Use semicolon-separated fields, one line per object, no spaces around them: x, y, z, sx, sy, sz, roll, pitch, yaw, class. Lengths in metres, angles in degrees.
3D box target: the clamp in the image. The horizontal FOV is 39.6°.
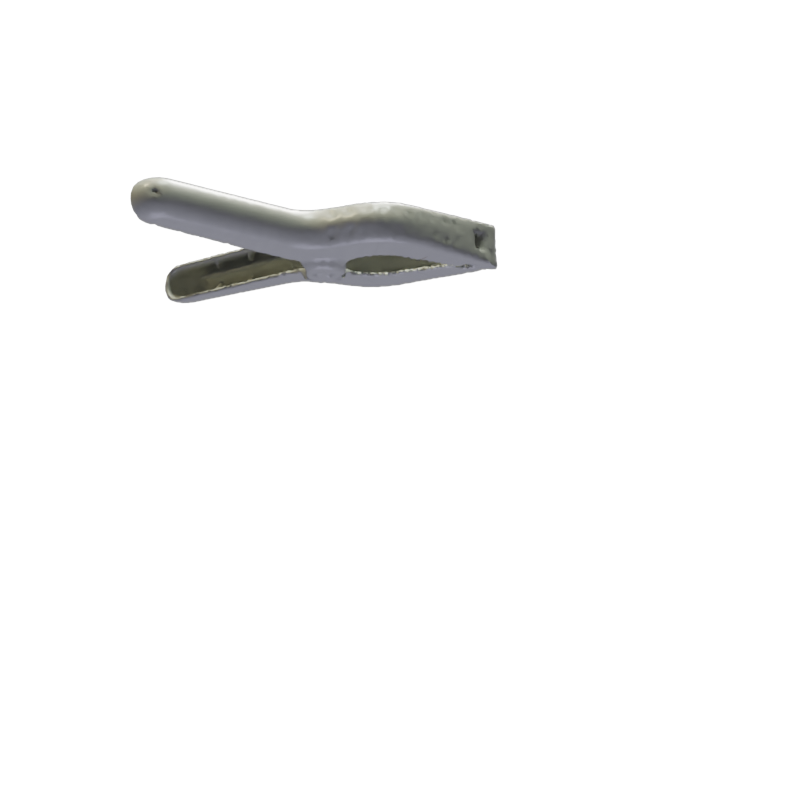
-0.050;-0.091;0.639;0.211;0.038;0.158;-1;-12;5;clamp
